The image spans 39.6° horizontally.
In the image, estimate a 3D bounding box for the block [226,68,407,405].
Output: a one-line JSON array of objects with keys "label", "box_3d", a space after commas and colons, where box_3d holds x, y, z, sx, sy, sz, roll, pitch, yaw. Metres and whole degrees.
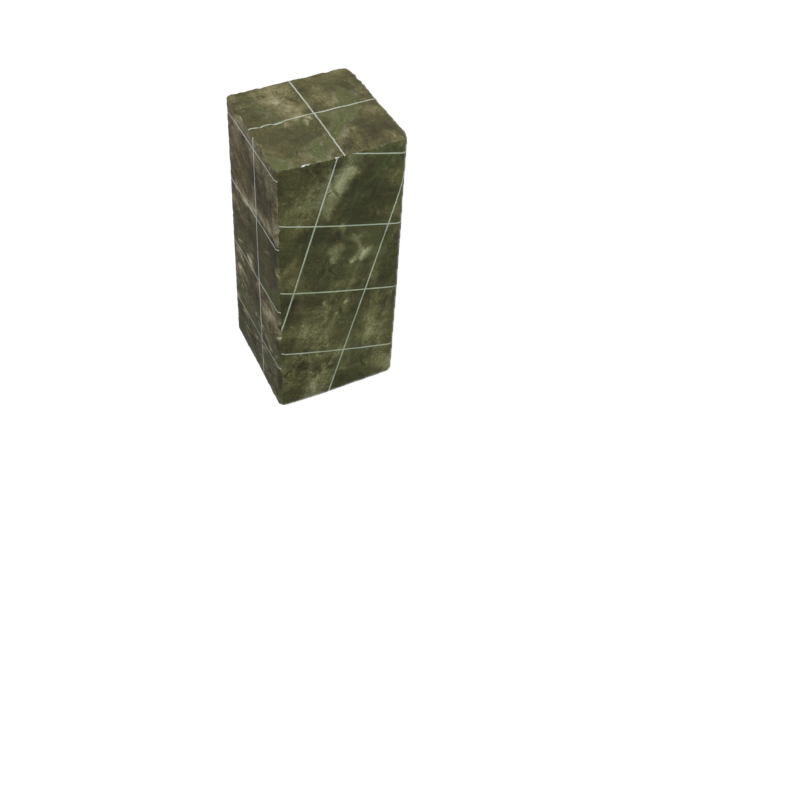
[{"label": "block", "box_3d": [-0.058, -0.108, 0.756, 0.089, 0.192, 0.098, -17, 48, -20]}]
